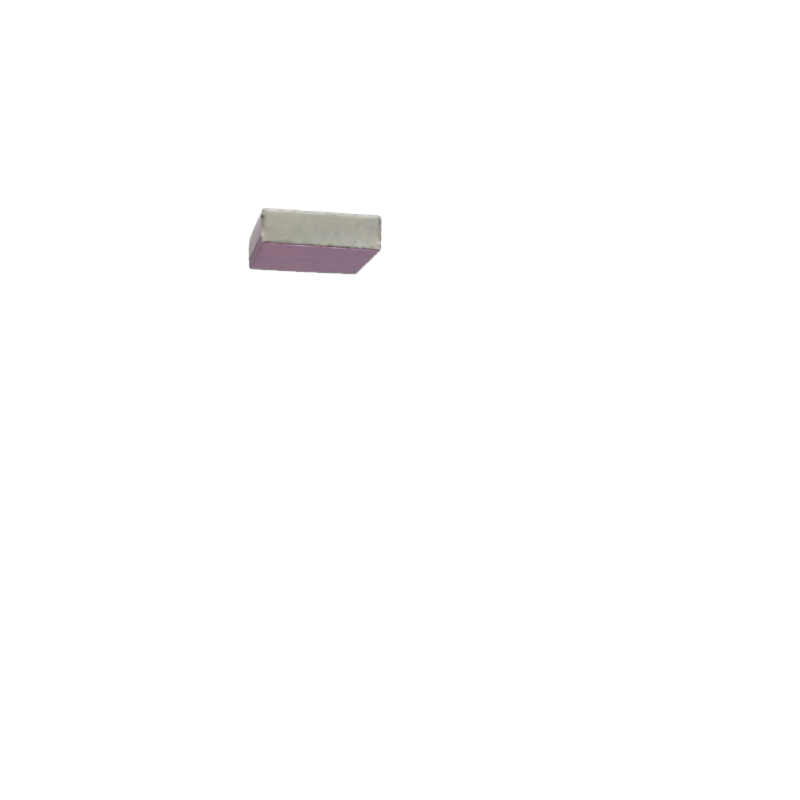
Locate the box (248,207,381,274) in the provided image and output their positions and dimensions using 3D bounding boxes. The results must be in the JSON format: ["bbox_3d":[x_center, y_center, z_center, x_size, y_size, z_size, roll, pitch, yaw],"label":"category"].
[{"bbox_3d":[-0.065,-0.118,0.826,0.088,0.031,0.072,2,-10,-12],"label":"box"}]
